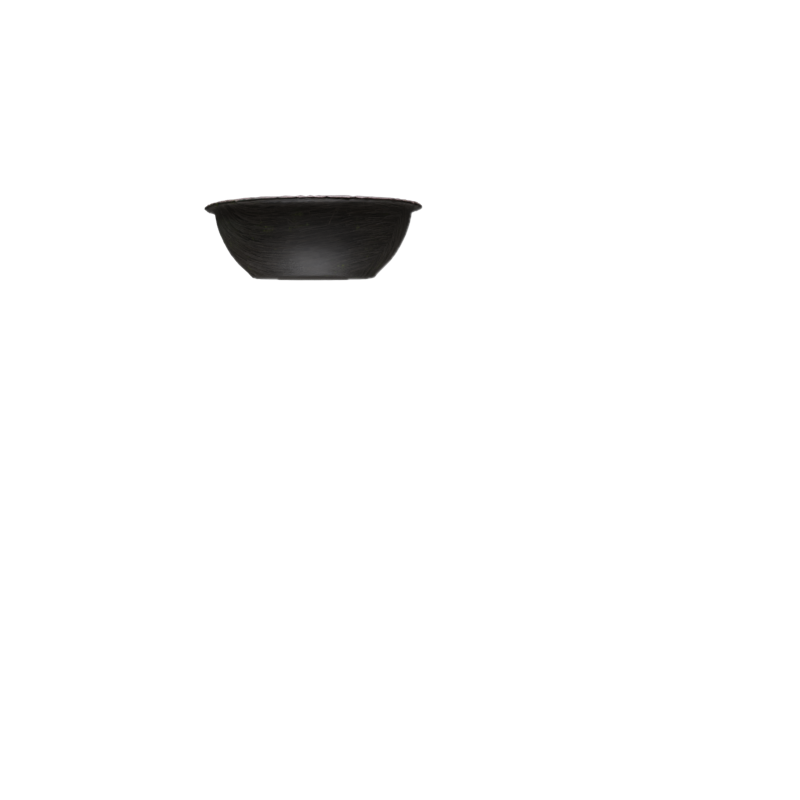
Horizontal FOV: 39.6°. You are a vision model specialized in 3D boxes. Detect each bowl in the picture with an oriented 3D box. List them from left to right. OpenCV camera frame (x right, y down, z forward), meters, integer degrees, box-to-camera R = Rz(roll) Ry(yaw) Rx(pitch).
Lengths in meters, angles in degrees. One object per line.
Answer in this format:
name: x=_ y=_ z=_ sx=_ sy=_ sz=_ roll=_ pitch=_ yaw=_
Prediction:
bowl: x=-0.065 y=-0.118 z=0.825 sx=0.162 sy=0.055 sz=0.162 roll=0 pitch=4 yaw=-2
